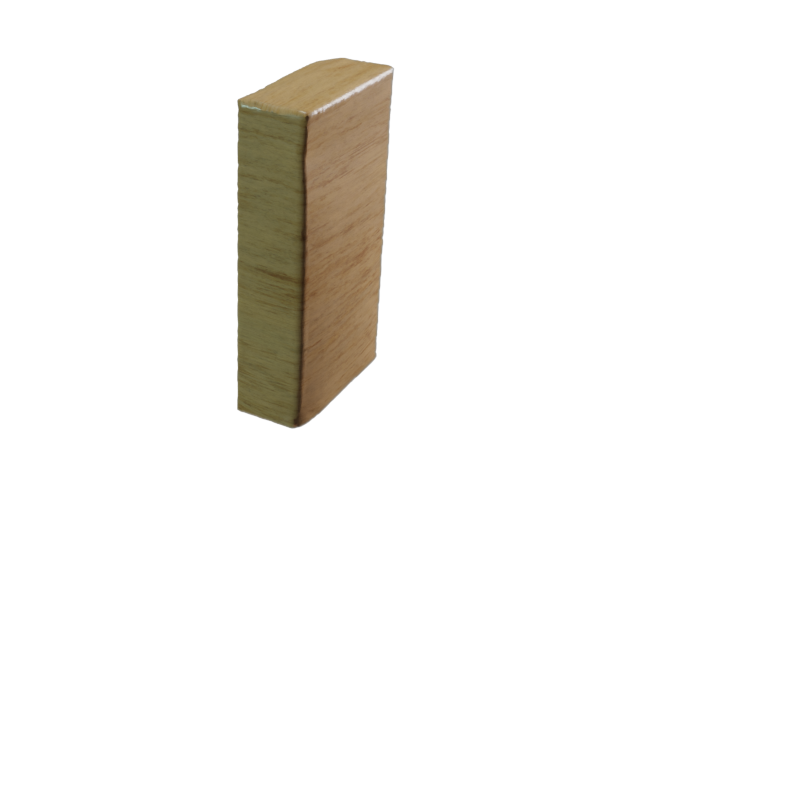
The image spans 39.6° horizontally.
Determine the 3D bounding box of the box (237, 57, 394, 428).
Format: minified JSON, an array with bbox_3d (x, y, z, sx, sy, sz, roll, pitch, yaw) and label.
[{"bbox_3d":[-0.046,-0.083,0.580,0.050,0.167,0.095,14,29,23],"label":"box"}]
